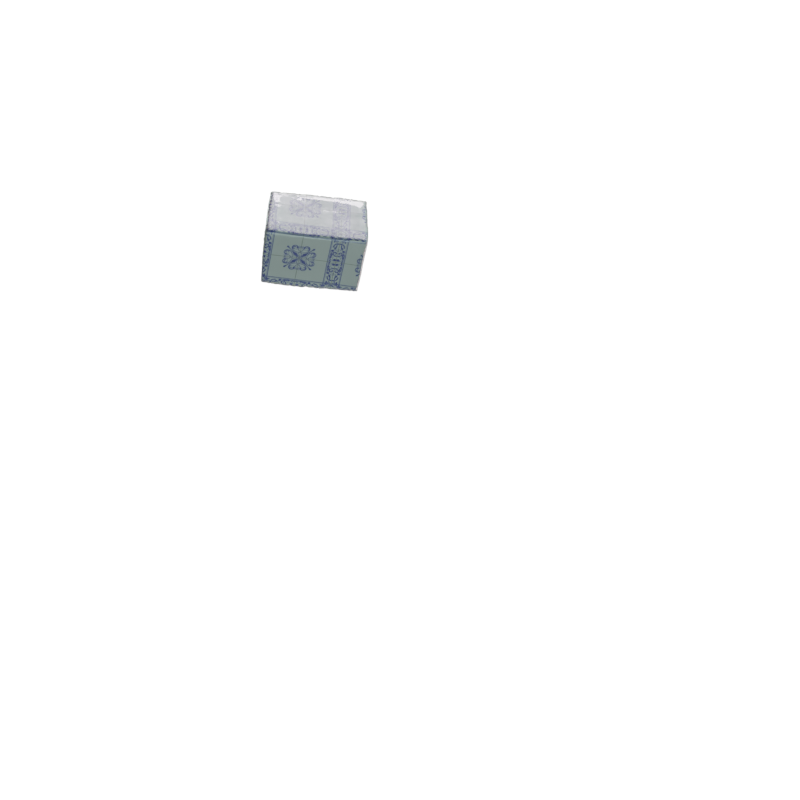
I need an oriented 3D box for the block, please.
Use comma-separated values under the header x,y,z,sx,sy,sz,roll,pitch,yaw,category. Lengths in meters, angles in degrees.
x,y,z,sx,sy,sz,roll,pitch,yaw,category
-0.067,-0.122,0.855,0.077,0.050,0.055,6,42,-7,block
